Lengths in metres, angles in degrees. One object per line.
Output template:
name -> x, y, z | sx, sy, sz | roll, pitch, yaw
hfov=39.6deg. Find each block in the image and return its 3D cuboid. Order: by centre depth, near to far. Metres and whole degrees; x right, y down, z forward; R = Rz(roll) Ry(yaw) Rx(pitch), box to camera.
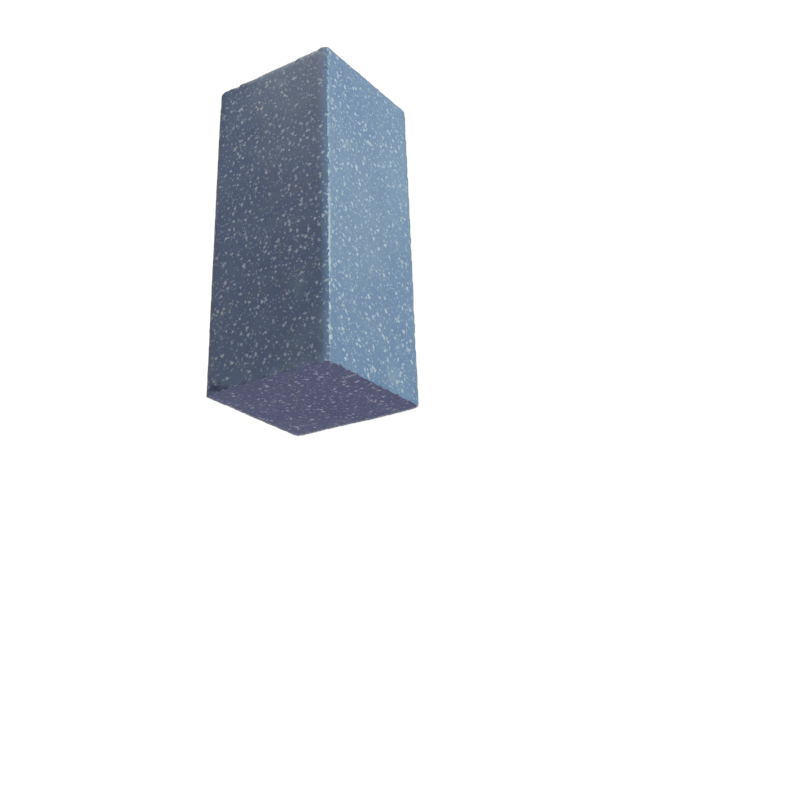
block -> -0.053, -0.096, 0.675 | 0.091, 0.219, 0.084 | -18, -31, 30
